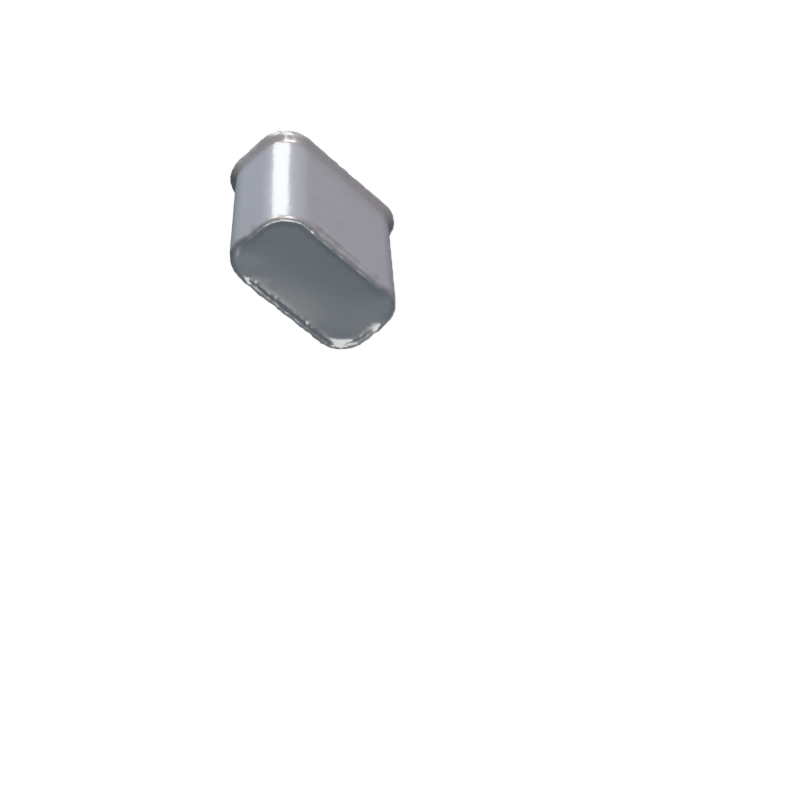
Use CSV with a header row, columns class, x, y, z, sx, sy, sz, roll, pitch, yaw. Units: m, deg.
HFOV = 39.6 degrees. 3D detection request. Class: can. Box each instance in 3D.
class,x,y,z,sx,sy,sz,roll,pitch,yaw
can,-0.049,-0.089,0.623,0.057,0.090,0.096,-38,-59,25
